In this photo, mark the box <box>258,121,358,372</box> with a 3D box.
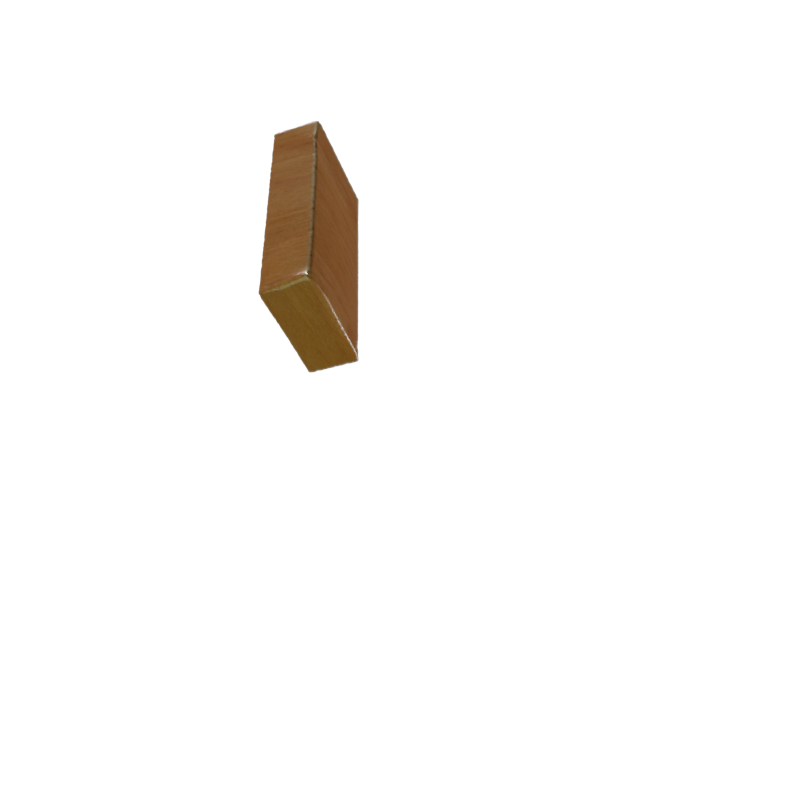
[{"bbox_3d":[-0.065,-0.119,0.833,0.048,0.189,0.086,-17,-46,13],"label":"box"}]
